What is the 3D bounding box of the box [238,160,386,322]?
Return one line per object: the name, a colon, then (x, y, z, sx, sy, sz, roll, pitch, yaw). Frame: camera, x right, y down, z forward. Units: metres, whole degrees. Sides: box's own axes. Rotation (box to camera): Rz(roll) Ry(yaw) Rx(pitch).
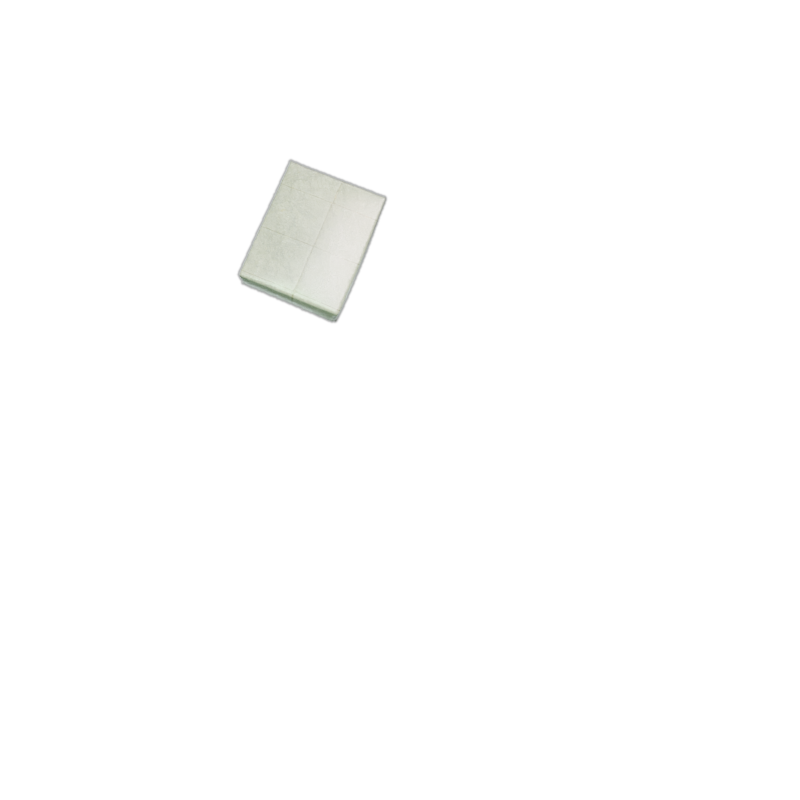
box: (-0.073, -0.134, 0.940, 0.091, 0.116, 0.037, 21, -15, 5)
